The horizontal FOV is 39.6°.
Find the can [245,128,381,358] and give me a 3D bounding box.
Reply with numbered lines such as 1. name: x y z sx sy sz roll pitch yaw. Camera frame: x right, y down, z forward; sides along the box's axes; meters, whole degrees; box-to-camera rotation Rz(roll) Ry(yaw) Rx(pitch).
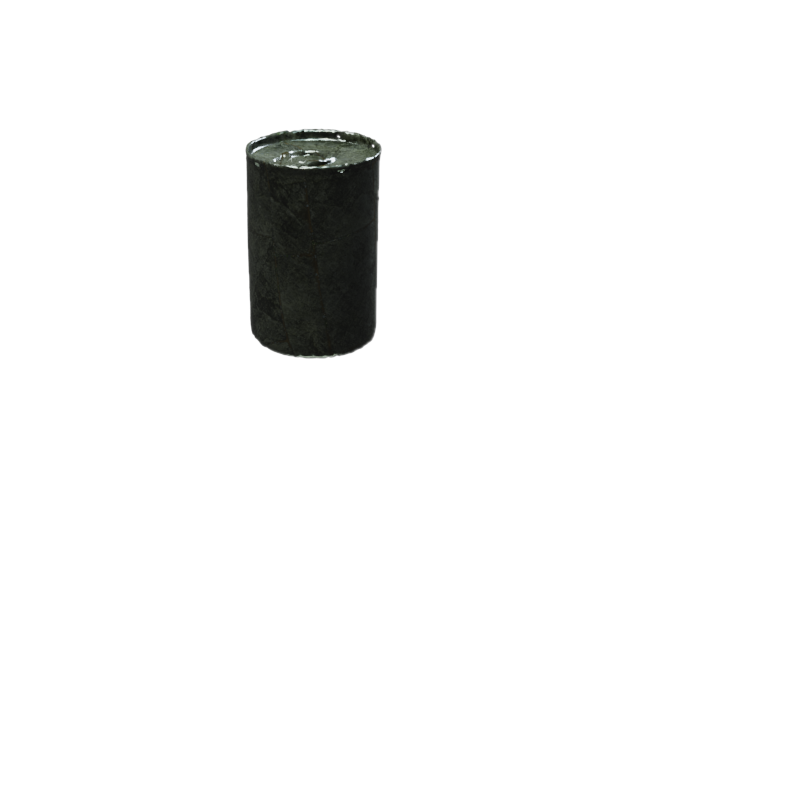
1. can: -0.045 -0.081 0.570 0.068 0.097 0.072 0 24 -2
